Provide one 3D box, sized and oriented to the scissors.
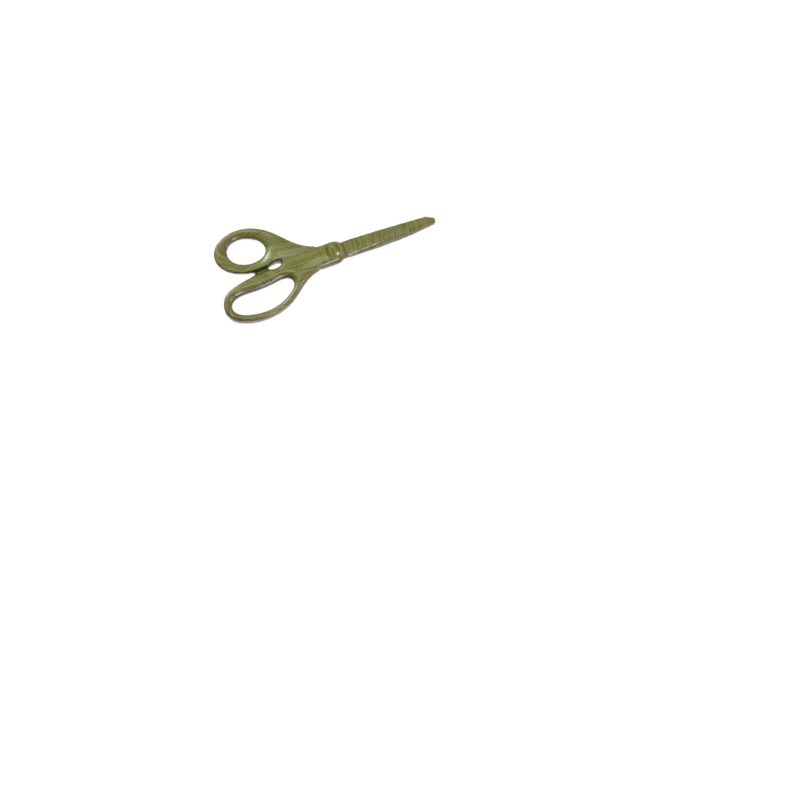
[{"bbox_3d":[-0.076,-0.140,0.977,0.202,0.101,0.015,-35,-21,-15],"label":"scissors"}]
